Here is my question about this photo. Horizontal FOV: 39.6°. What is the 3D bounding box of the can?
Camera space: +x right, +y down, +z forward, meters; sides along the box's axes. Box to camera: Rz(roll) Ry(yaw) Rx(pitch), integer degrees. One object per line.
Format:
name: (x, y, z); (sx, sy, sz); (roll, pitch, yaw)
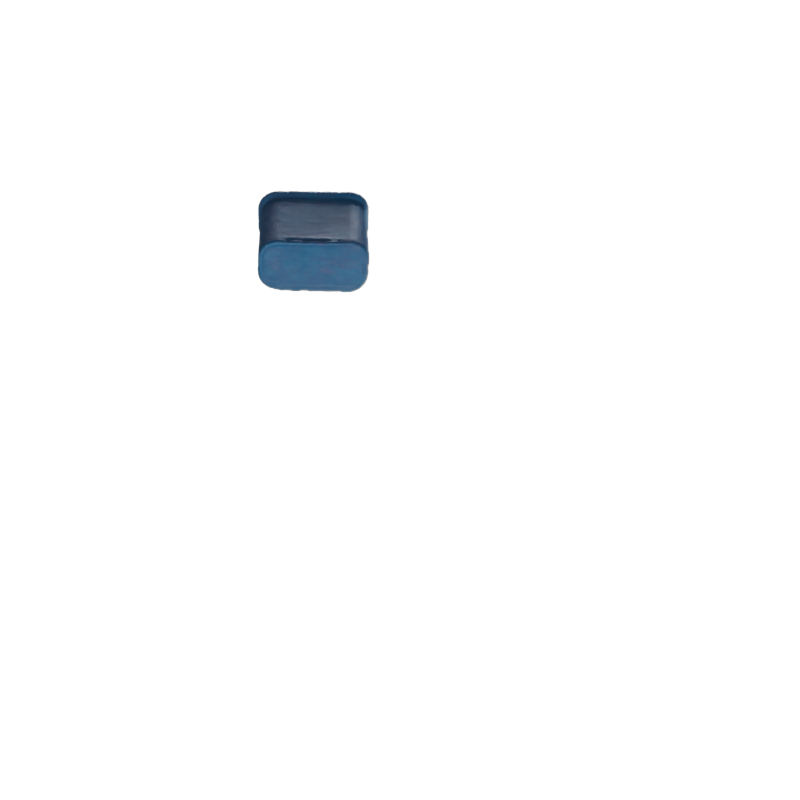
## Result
can: (-0.078, -0.142, 0.991); (0.102, 0.054, 0.090); (0, 37, -2)
